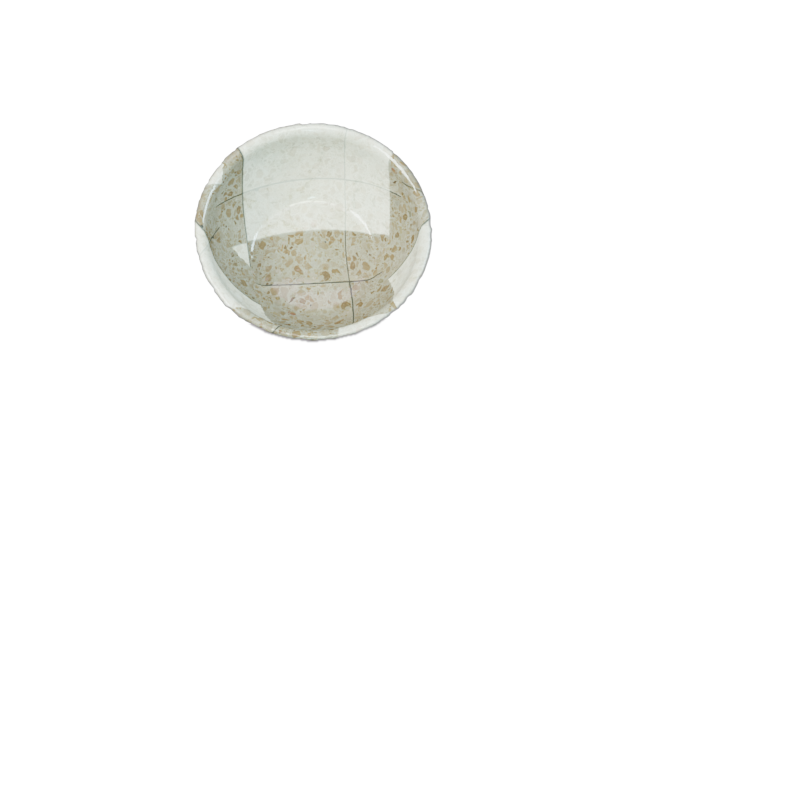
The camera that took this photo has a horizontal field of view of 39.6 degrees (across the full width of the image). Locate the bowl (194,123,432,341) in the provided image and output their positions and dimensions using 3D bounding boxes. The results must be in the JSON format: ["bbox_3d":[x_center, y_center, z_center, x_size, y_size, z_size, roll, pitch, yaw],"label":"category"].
[{"bbox_3d":[-0.061,-0.111,0.777,0.162,0.170,0.052,-1,-21,-1],"label":"bowl"}]
